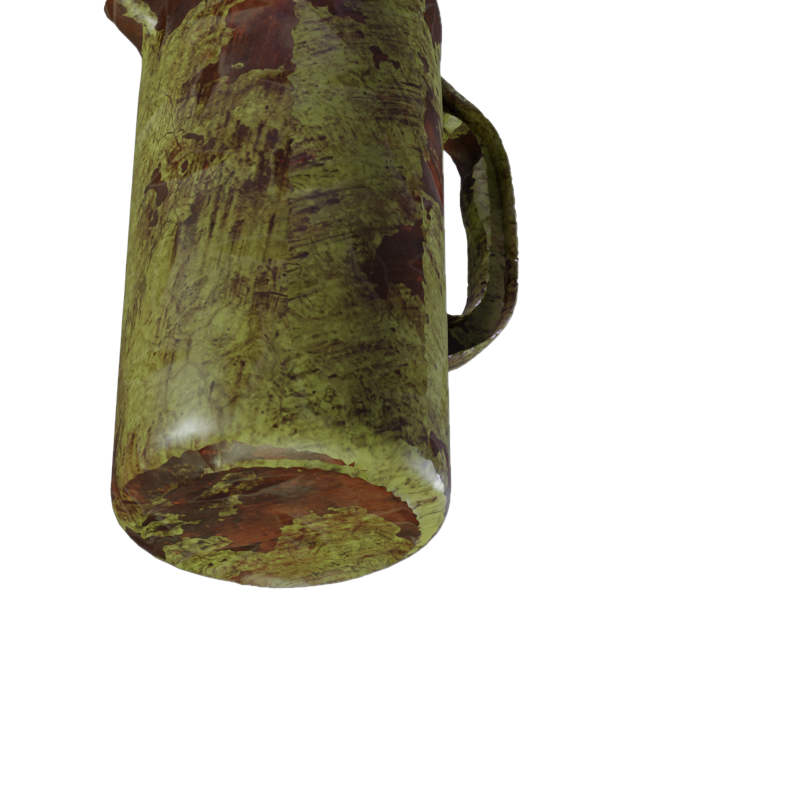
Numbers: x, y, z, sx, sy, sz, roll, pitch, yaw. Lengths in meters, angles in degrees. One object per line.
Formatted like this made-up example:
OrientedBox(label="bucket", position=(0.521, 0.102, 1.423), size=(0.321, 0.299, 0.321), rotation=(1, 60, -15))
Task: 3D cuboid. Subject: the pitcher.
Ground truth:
OrientedBox(label="pitcher", position=(-0.033, -0.061, 0.425), size=(0.151, 0.260, 0.134), rotation=(-11, -37, 11))
